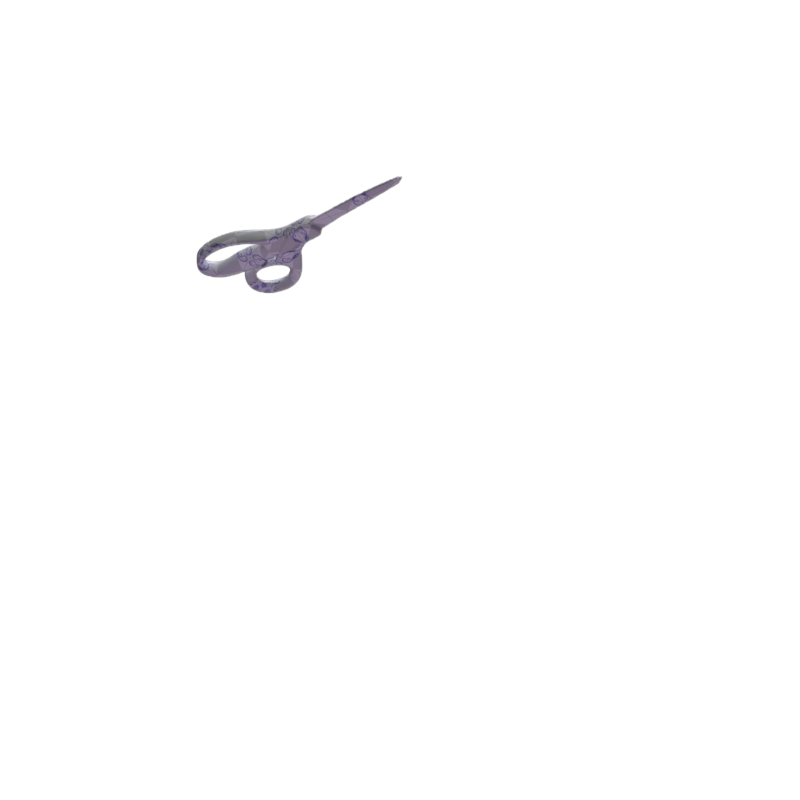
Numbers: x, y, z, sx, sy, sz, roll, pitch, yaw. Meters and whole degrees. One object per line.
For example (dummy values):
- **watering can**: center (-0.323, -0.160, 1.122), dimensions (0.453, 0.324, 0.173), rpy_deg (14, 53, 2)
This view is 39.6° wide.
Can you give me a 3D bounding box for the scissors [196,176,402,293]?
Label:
- **scissors**: center (-0.070, -0.127, 0.890), dimensions (0.205, 0.017, 0.089), rpy_deg (-13, -28, 25)
